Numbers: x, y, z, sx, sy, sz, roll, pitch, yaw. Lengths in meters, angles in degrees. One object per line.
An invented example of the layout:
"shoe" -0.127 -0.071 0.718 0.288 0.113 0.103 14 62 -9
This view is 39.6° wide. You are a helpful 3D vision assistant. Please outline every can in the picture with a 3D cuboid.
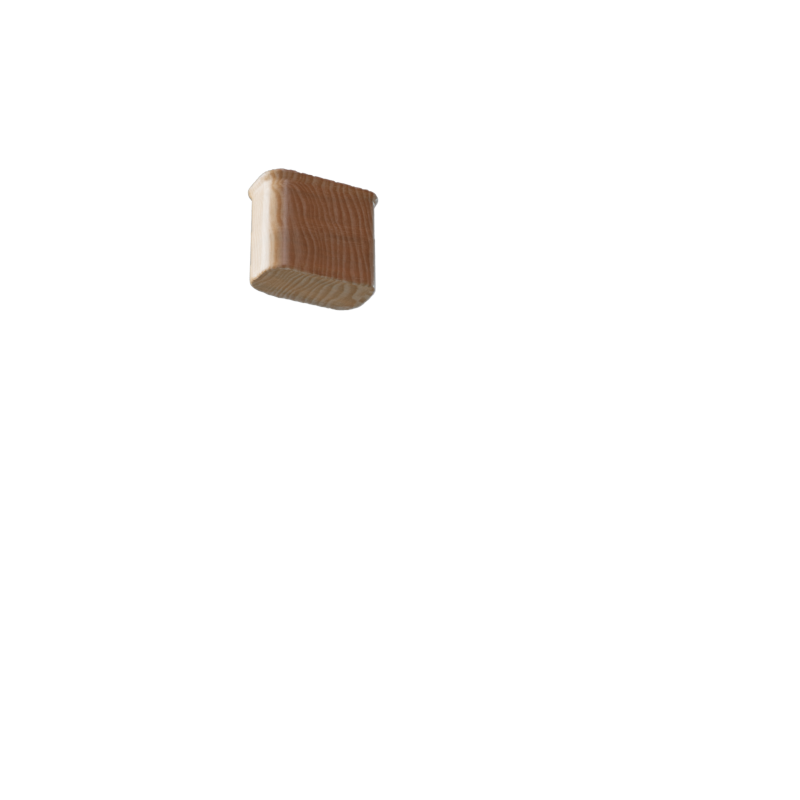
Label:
"can" -0.068 -0.123 0.863 0.098 0.089 0.057 11 -27 -26
